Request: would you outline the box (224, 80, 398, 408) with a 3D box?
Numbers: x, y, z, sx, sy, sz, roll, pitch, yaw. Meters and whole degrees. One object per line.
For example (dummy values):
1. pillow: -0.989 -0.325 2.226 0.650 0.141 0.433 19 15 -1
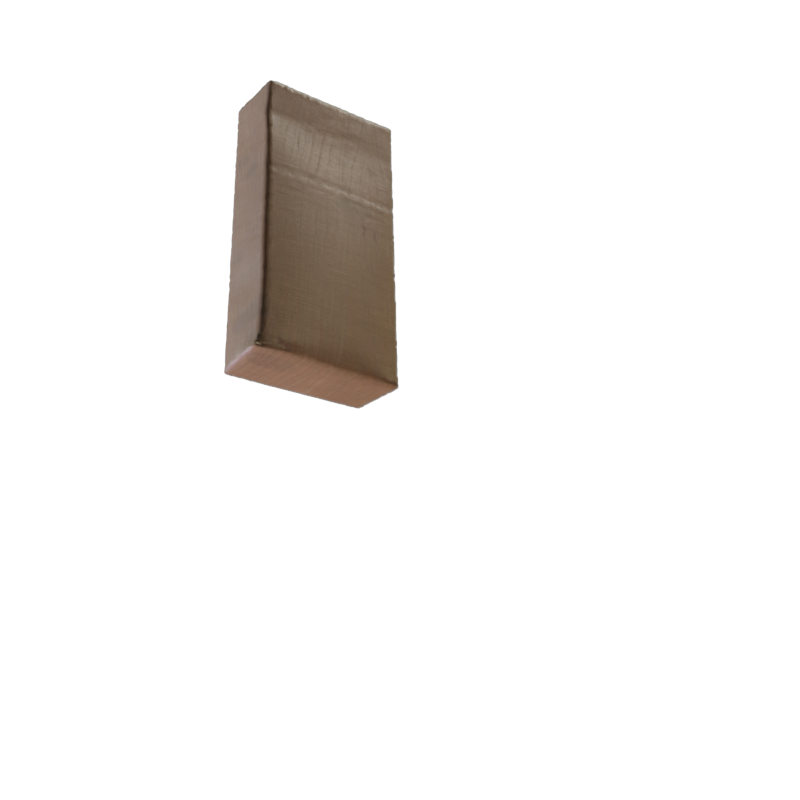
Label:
1. box: -0.051 -0.092 0.646 0.089 0.188 0.047 17 -35 -30
